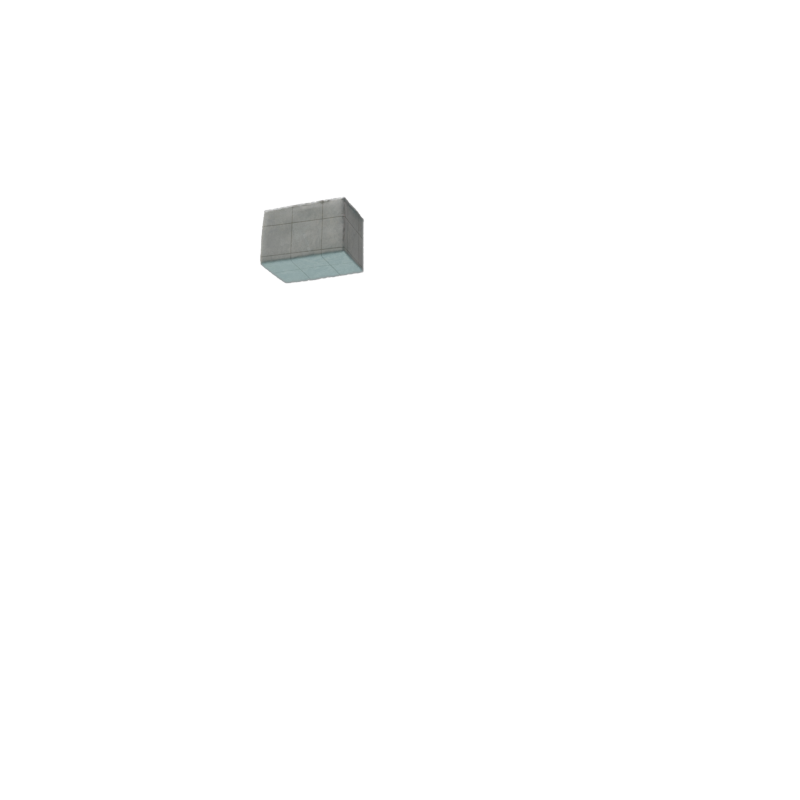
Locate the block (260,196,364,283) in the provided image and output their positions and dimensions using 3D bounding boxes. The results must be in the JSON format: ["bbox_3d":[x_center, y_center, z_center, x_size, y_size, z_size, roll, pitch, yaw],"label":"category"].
[{"bbox_3d":[-0.075,-0.137,0.962,0.079,0.054,0.049,-7,-20,19],"label":"block"}]
